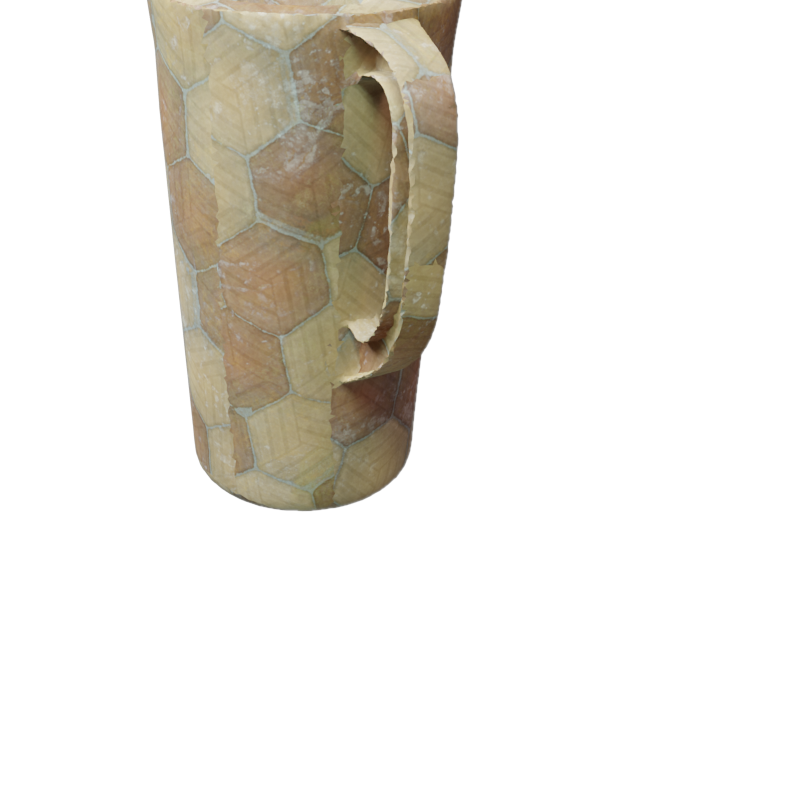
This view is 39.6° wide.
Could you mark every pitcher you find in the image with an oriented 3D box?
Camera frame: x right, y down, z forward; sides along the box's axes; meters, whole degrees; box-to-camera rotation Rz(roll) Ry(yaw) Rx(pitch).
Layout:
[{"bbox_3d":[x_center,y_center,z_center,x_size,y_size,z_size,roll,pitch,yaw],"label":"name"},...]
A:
[{"bbox_3d":[-0.039,-0.071,0.500,0.148,0.230,0.154,8,26,12],"label":"pitcher"}]
